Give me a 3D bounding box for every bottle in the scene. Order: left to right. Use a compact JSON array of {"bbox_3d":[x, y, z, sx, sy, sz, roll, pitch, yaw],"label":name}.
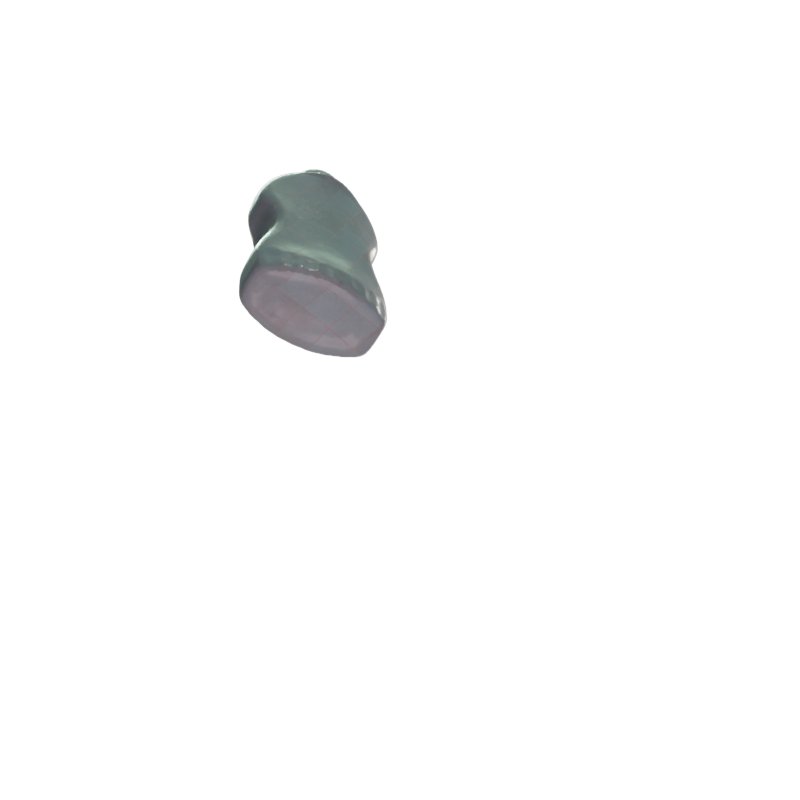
[{"bbox_3d":[-0.061,-0.112,0.783,0.093,0.056,0.205,21,31,-17],"label":"bottle"}]
